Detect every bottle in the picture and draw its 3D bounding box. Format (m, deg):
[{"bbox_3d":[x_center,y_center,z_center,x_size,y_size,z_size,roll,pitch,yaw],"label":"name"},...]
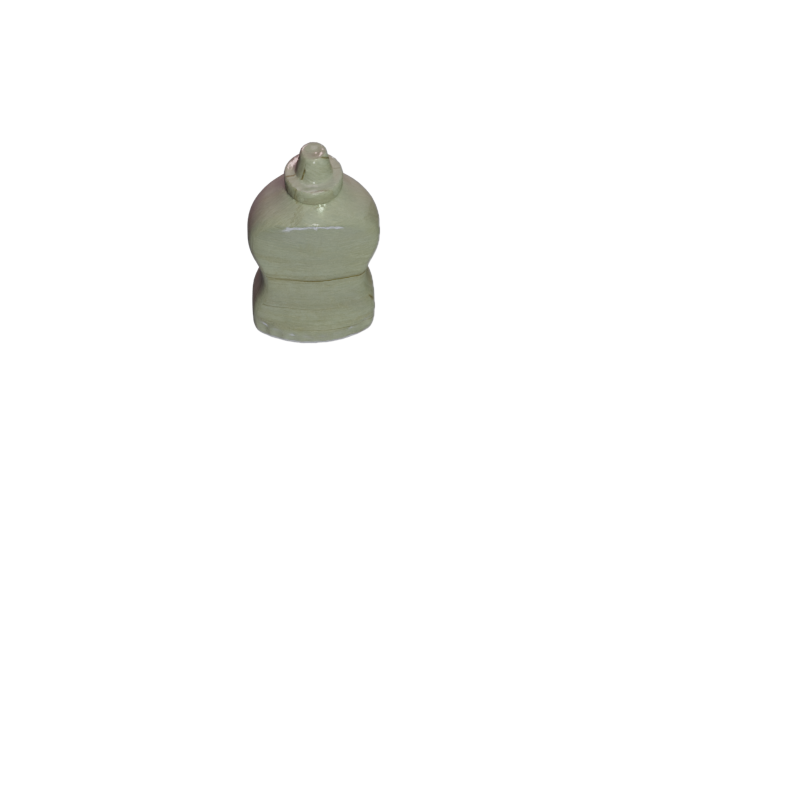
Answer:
[{"bbox_3d":[-0.064,-0.117,0.815,0.096,0.062,0.179,0,-34,-3],"label":"bottle"}]
